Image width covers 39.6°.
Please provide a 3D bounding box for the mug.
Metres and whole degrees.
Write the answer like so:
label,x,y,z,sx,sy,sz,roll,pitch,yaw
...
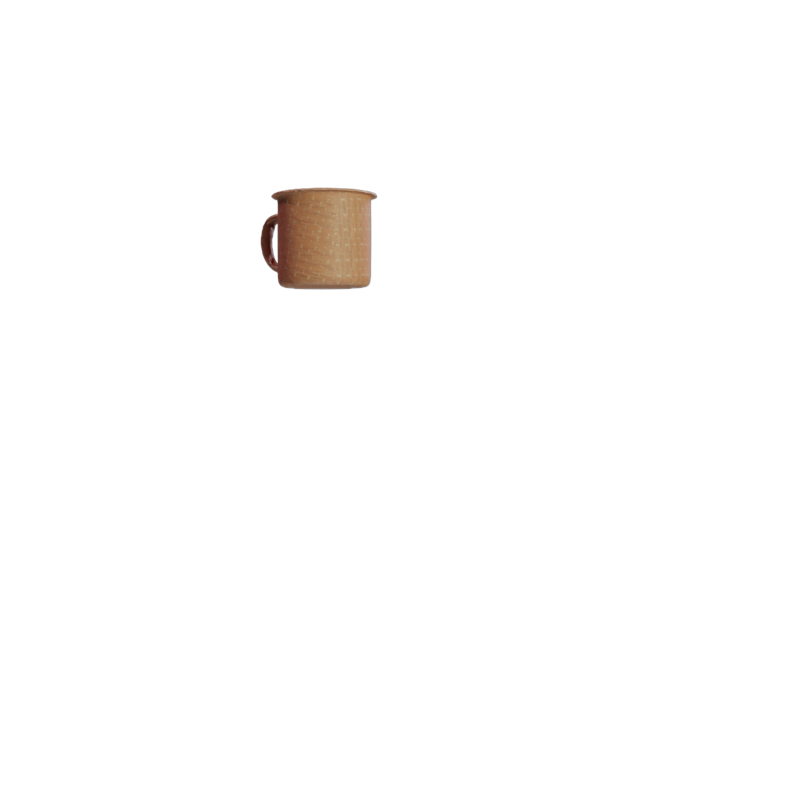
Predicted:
label,x,y,z,sx,sy,sz,roll,pitch,yaw
mug,-0.076,-0.139,0.974,0.121,0.082,0.089,0,-1,34
